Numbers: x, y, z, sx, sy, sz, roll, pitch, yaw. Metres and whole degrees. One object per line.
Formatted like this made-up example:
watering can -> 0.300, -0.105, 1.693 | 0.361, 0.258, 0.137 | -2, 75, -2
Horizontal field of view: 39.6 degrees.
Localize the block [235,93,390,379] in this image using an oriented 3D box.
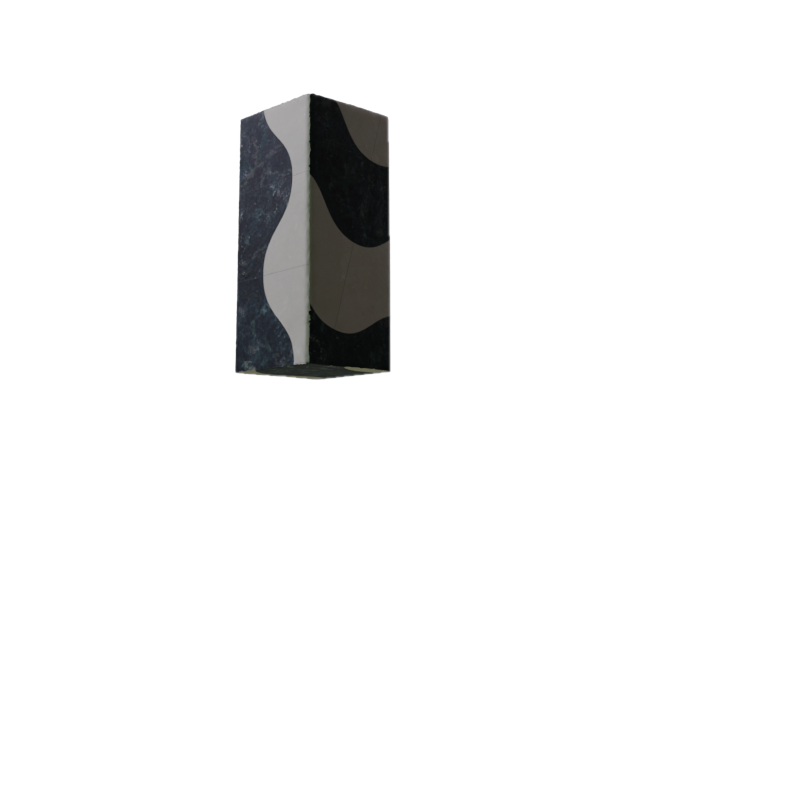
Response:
block -> -0.068, -0.125, 0.877 | 0.086, 0.212, 0.093 | 10, -15, -43
